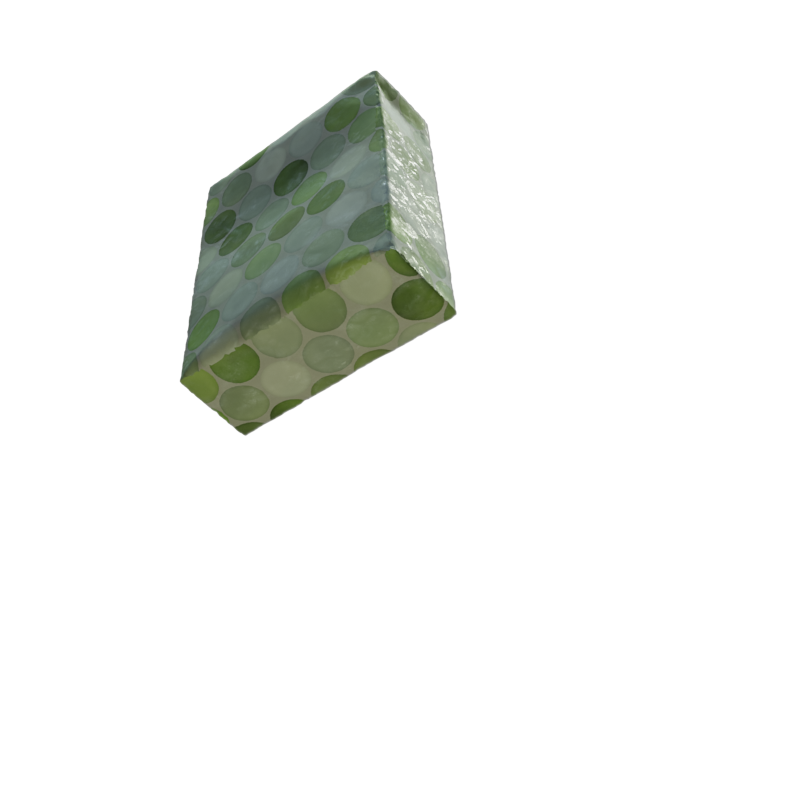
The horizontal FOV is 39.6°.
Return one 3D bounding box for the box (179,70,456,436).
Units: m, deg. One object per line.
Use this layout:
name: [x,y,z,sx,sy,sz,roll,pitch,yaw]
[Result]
box: [-0.057,-0.105,0.734,0.164,0.229,0.067,-30,-53,22]
